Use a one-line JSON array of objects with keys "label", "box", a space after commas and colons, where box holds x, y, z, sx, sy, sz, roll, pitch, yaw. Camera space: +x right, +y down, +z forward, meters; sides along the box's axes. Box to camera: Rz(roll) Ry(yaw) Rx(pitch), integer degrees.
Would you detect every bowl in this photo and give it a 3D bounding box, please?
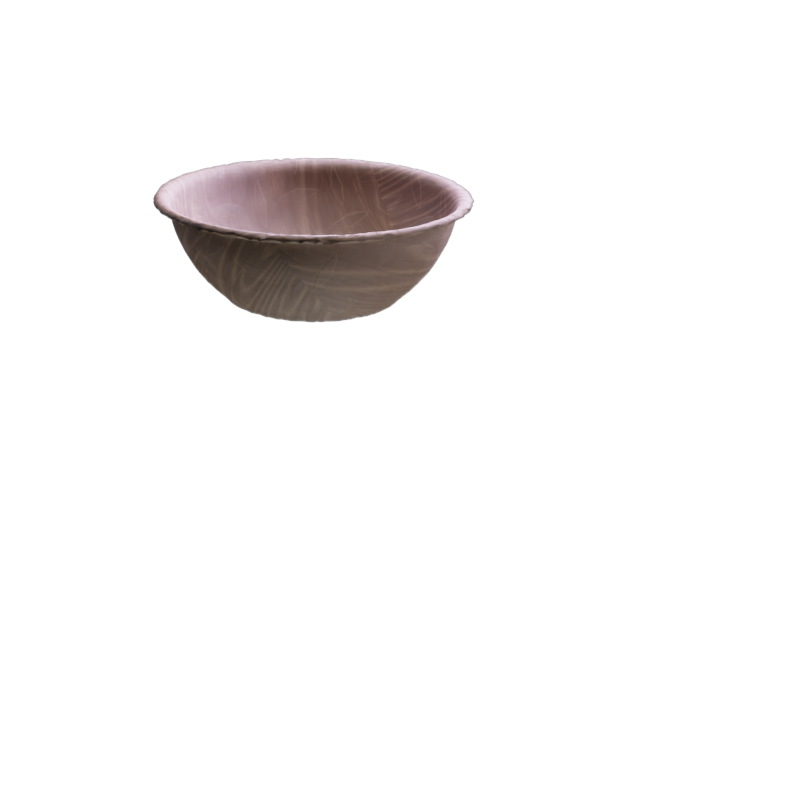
[{"label": "bowl", "box": [-0.045, -0.082, 0.572, 0.162, 0.053, 0.170, -1, 24, -2]}]
